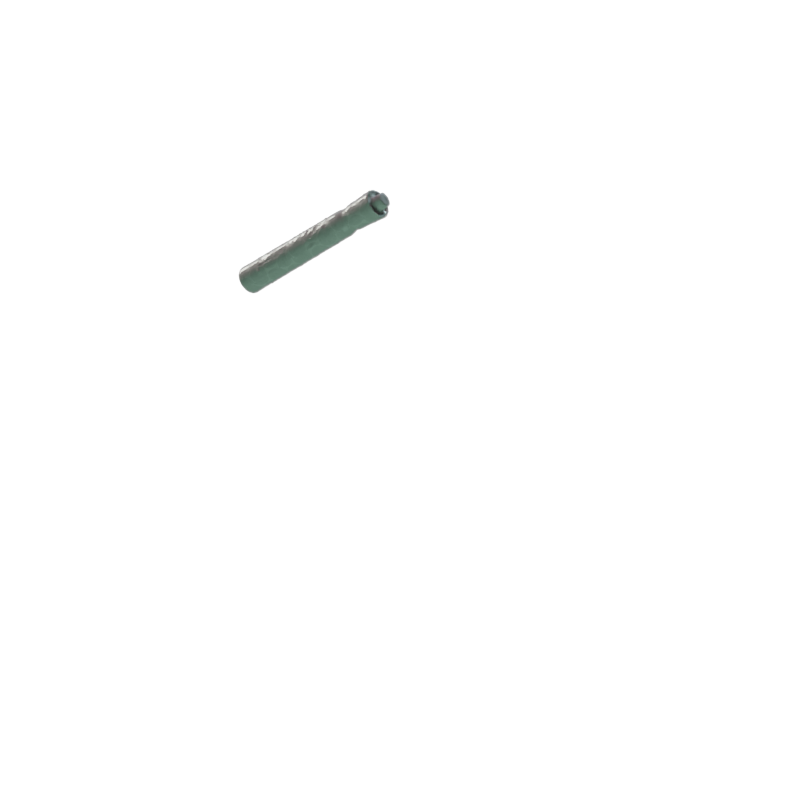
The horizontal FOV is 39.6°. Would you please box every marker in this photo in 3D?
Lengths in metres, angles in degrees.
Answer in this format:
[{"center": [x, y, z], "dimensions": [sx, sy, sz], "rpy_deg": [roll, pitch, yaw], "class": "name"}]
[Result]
[{"center": [-0.054, -0.099, 0.693], "dimensions": [0.121, 0.020, 0.019], "rpy_deg": [-25, -12, 35], "class": "marker"}]
